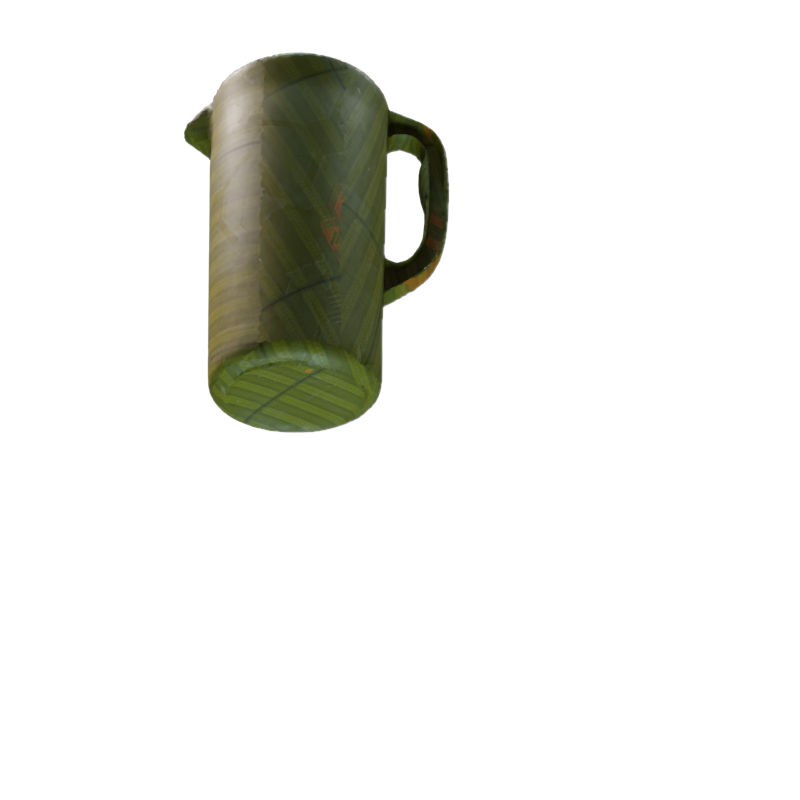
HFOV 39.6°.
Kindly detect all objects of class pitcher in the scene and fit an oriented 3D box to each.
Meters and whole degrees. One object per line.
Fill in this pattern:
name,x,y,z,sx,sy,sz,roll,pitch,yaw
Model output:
pitcher,-0.059,-0.107,0.750,0.149,0.260,0.135,-26,-40,32
